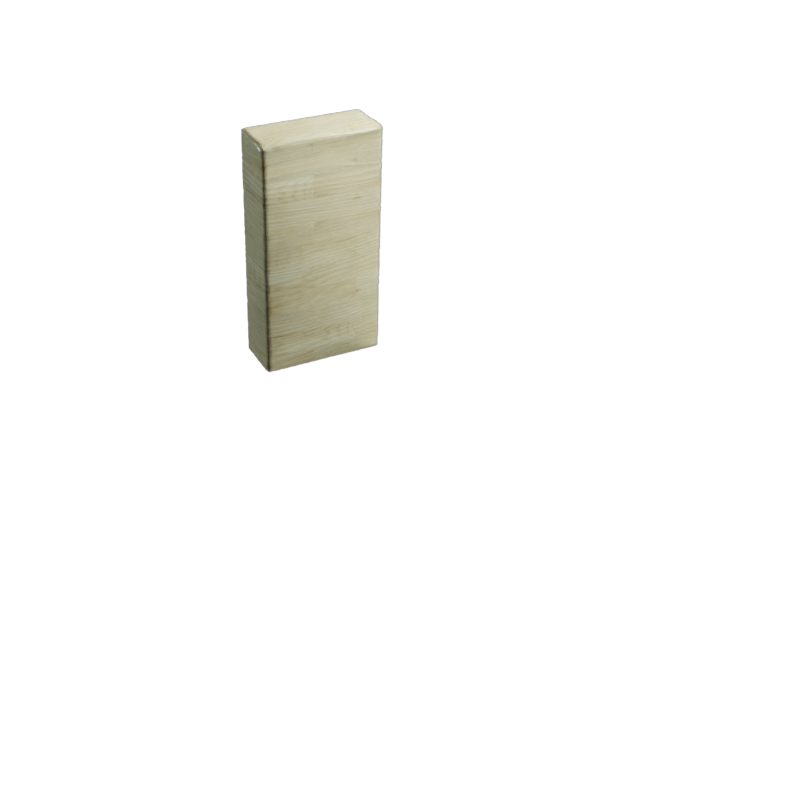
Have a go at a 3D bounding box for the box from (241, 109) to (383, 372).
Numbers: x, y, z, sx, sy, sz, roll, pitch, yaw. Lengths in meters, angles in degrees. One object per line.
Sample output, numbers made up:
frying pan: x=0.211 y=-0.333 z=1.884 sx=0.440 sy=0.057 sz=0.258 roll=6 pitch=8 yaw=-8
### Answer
box: x=-0.062 y=-0.113 z=0.790 sx=0.092 sy=0.166 sz=0.052 roll=-14 pitch=35 yaw=-24
